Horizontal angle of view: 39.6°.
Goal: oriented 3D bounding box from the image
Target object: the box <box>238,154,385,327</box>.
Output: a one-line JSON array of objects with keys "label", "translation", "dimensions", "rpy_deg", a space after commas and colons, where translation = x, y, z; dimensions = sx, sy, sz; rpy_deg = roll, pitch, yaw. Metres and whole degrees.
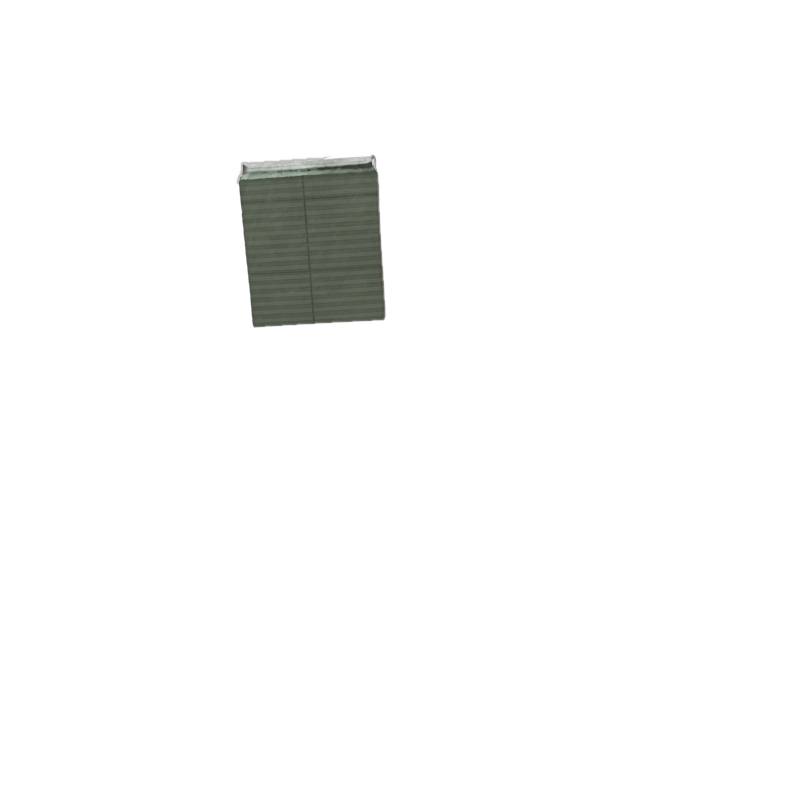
[{"label": "box", "translation": [-0.047, -0.086, 0.599], "dimensions": [0.073, 0.085, 0.032], "rpy_deg": [-3, 24, 1]}]
